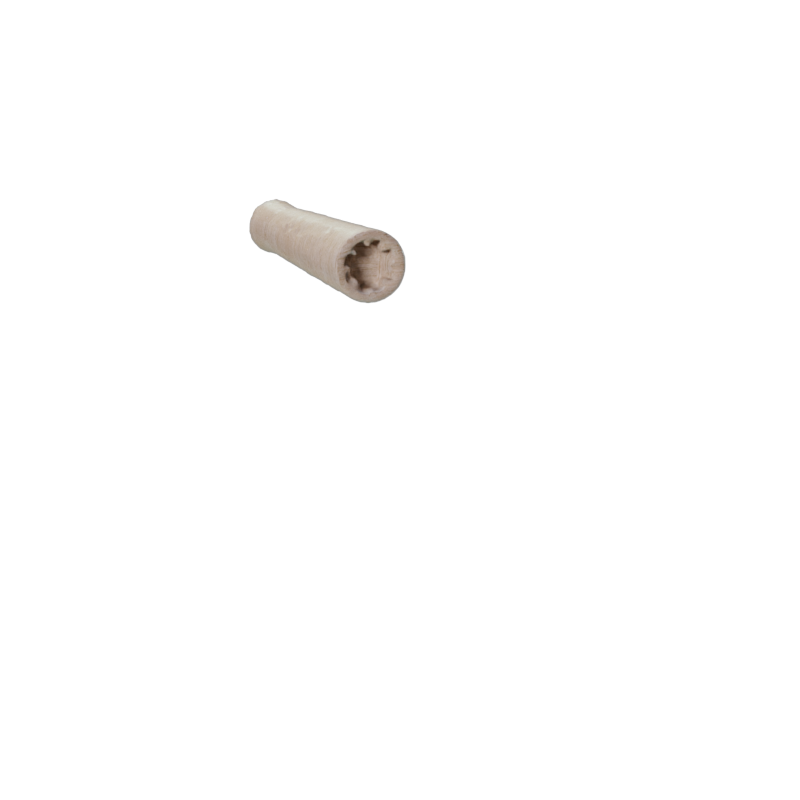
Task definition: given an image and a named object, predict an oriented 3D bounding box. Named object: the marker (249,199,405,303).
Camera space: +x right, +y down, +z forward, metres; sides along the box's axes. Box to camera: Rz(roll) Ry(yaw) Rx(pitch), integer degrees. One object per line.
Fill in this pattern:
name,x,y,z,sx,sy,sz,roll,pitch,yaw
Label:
marker,-0.026,-0.048,0.335,0.019,0.019,0.126,-1,14,-18
